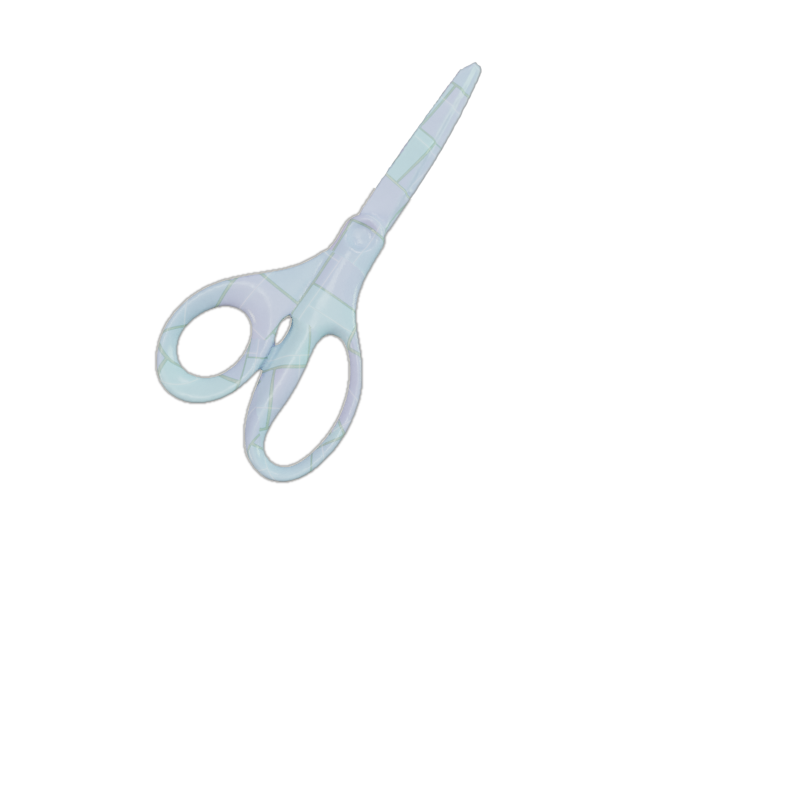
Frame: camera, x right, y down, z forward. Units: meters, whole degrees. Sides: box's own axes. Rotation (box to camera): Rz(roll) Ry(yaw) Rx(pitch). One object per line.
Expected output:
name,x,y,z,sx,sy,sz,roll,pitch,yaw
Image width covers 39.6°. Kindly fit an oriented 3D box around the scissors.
scissors,-0.037,-0.068,0.476,0.097,0.207,0.015,16,-14,4
